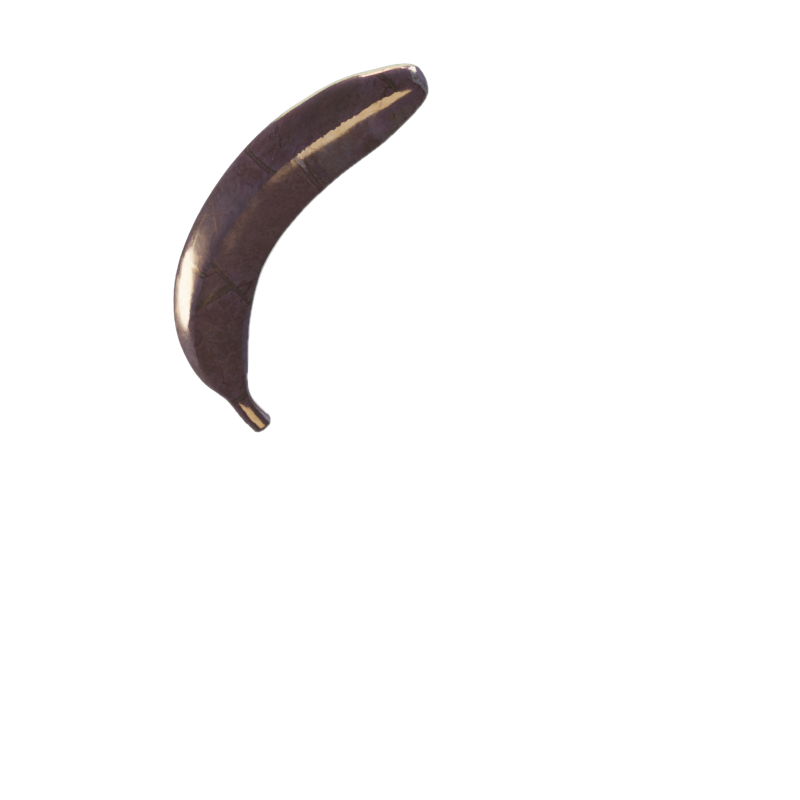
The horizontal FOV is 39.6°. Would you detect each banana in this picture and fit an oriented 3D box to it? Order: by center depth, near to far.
[{"bbox_3d":[-0.057,-0.074,0.496,0.068,0.190,0.039,20,32,-14],"label":"banana"}]
